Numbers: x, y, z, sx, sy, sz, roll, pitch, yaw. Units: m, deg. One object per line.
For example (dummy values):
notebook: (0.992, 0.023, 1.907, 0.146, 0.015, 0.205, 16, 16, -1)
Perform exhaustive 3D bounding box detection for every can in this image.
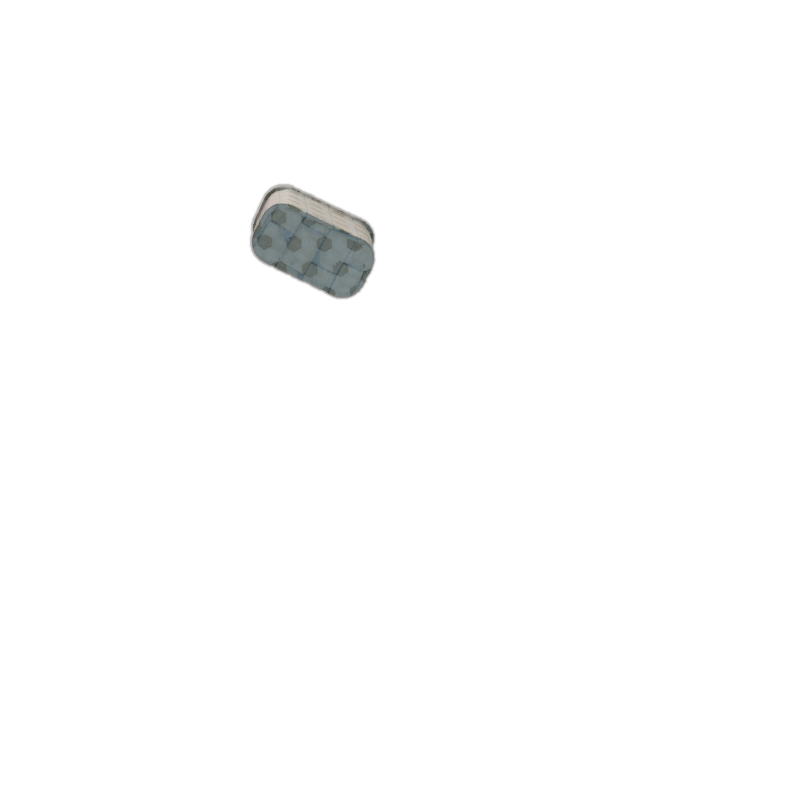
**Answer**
can: (-0.071, -0.129, 0.903, 0.101, 0.056, 0.086, 25, 13, -7)
